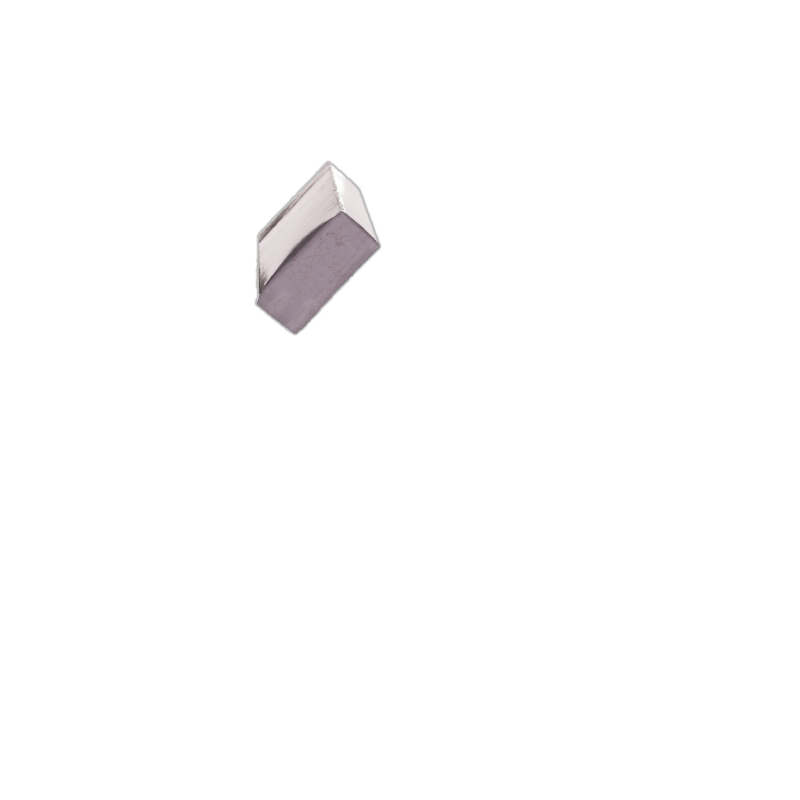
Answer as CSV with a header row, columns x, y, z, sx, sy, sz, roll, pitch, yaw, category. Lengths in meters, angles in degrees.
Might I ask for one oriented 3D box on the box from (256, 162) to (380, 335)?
x,y,z,sx,sy,sz,roll,pitch,yaw,category
-0.067,-0.123,0.863,0.046,0.092,0.184,42,13,-18,box
